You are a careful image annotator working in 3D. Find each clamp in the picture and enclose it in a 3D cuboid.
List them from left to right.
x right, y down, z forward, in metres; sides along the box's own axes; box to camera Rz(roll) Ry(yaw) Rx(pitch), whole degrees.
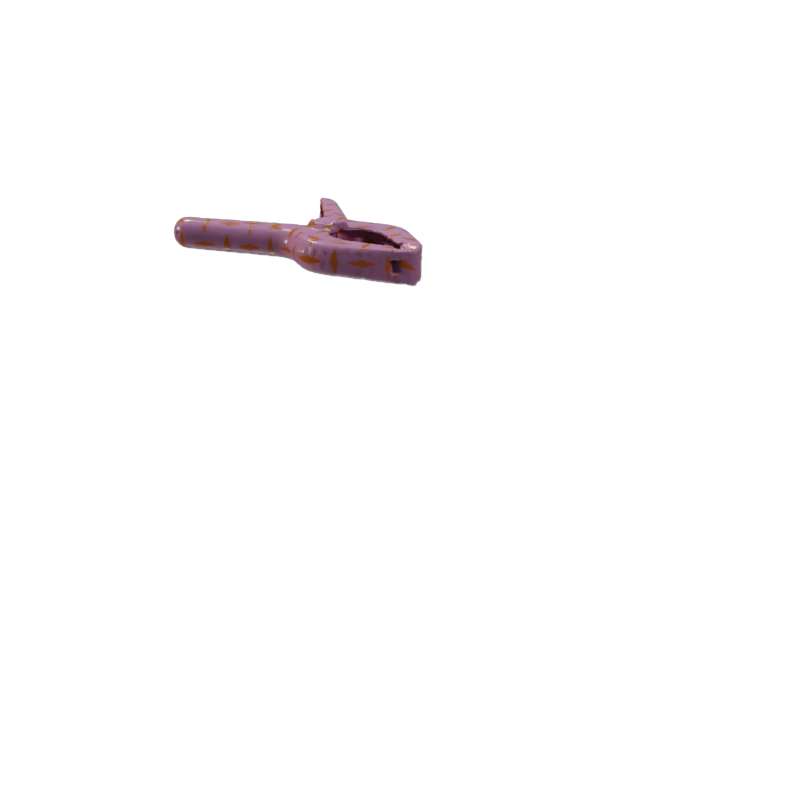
[{"bbox_3d":[-0.068,-0.124,0.867,0.161,0.035,0.223,-14,25,-32],"label":"clamp"}]
